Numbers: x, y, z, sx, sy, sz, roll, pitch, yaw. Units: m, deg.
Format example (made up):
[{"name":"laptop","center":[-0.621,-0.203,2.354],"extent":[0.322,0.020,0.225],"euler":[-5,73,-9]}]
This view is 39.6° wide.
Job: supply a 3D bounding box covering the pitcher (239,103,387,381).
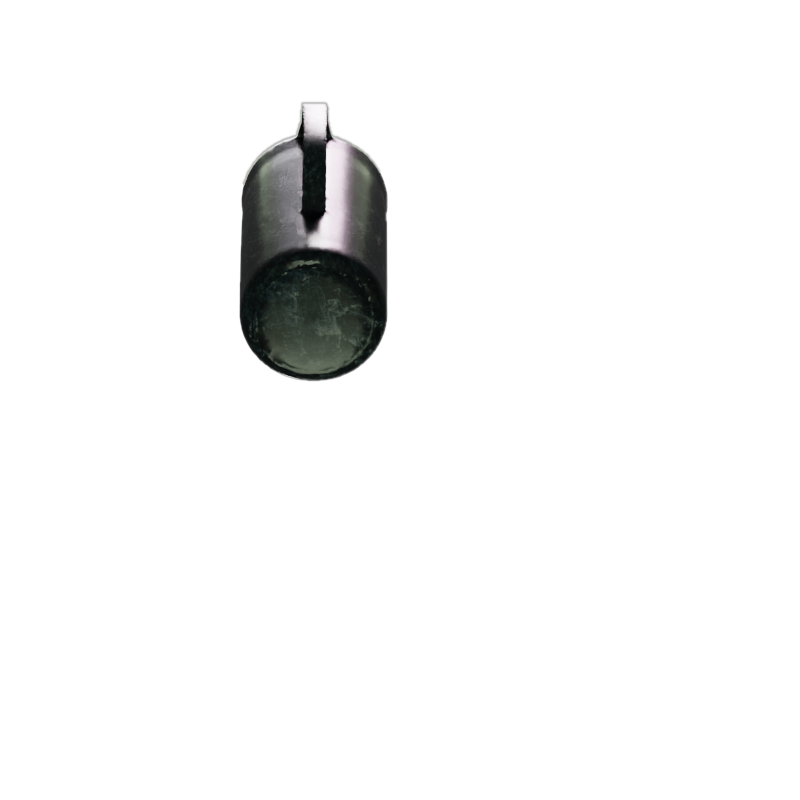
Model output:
[{"name":"pitcher","center":[-0.071,-0.129,0.903],"extent":[0.144,0.142,0.257],"euler":[-40,24,17]}]
